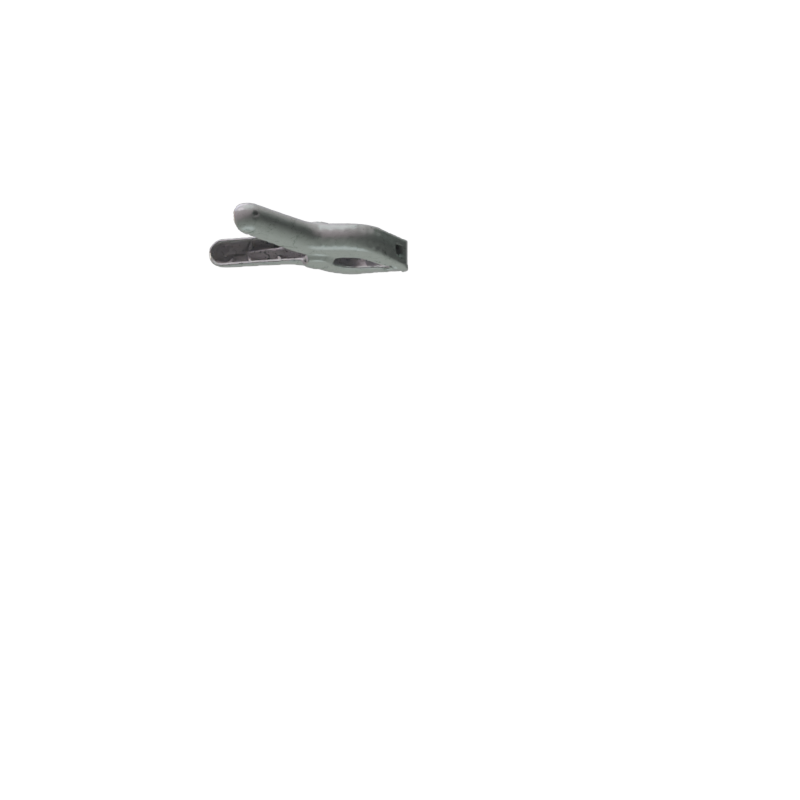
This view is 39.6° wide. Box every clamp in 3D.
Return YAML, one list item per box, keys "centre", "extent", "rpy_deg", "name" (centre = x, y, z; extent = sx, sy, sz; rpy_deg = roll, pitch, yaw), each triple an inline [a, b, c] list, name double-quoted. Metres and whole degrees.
- centre: [-0.073, -0.133, 0.928]
  extent: [0.170, 0.040, 0.119]
  rpy_deg: [1, -5, -8]
  name: "clamp"
